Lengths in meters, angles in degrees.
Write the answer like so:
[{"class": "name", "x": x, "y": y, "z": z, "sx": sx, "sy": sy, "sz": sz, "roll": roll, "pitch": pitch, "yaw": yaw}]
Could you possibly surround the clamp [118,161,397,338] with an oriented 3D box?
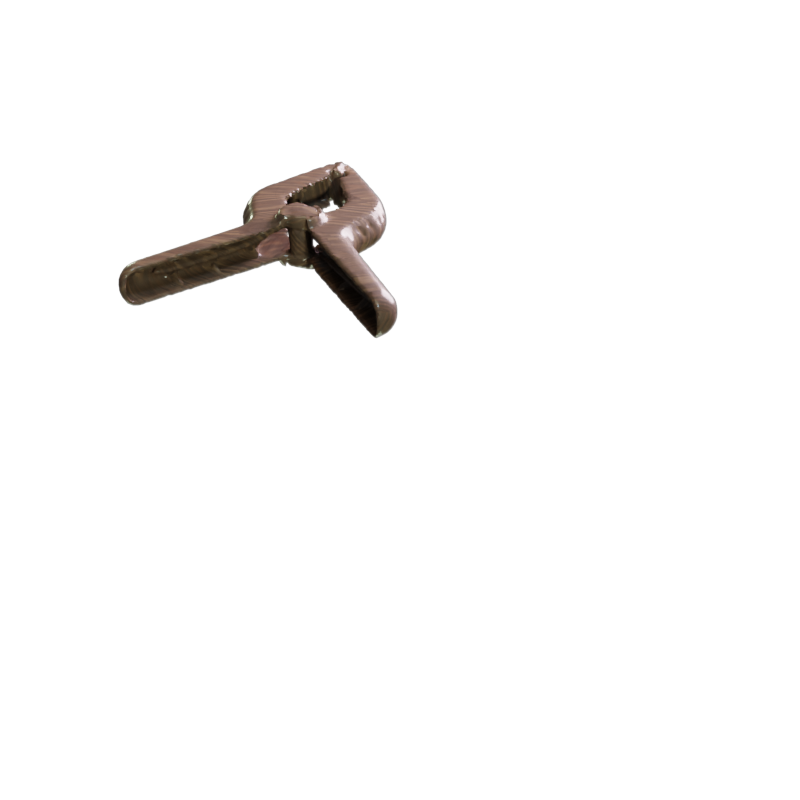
[{"class": "clamp", "x": -0.055, "y": -0.100, "z": 0.698, "sx": 0.170, "sy": 0.034, "sz": 0.215, "roll": 11, "pitch": 33, "yaw": 18}]
